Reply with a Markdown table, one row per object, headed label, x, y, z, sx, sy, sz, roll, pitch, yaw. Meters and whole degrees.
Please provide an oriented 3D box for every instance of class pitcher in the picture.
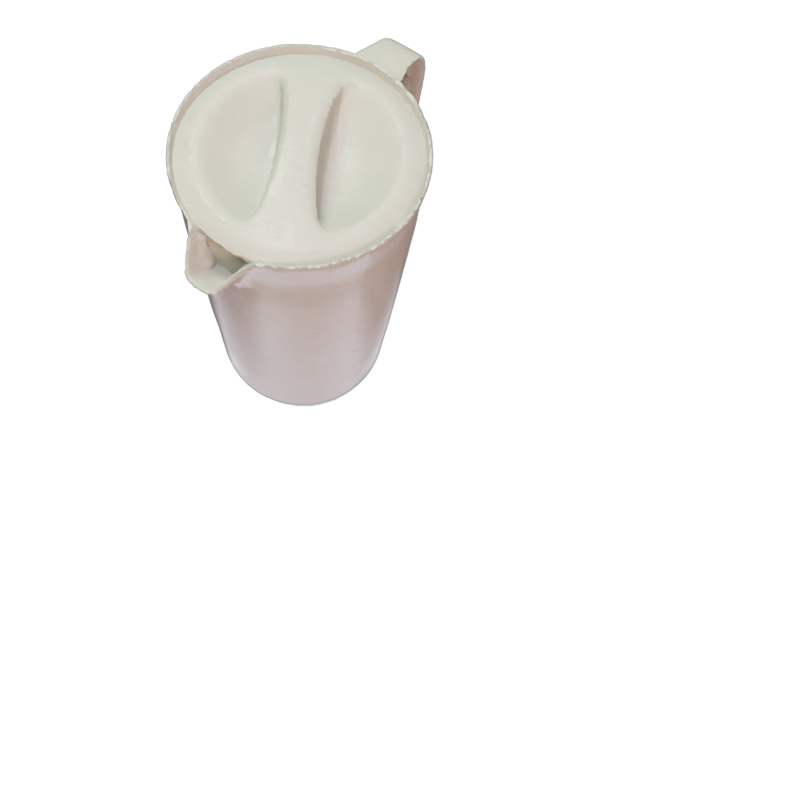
| label | x | y | z | sx | sy | sz | roll | pitch | yaw |
| --- | --- | --- | --- | --- | --- | --- | --- | --- | --- |
| pitcher | -0.051 | -0.093 | 0.655 | 0.148 | 0.154 | 0.231 | -9 | -21 | -7 |
